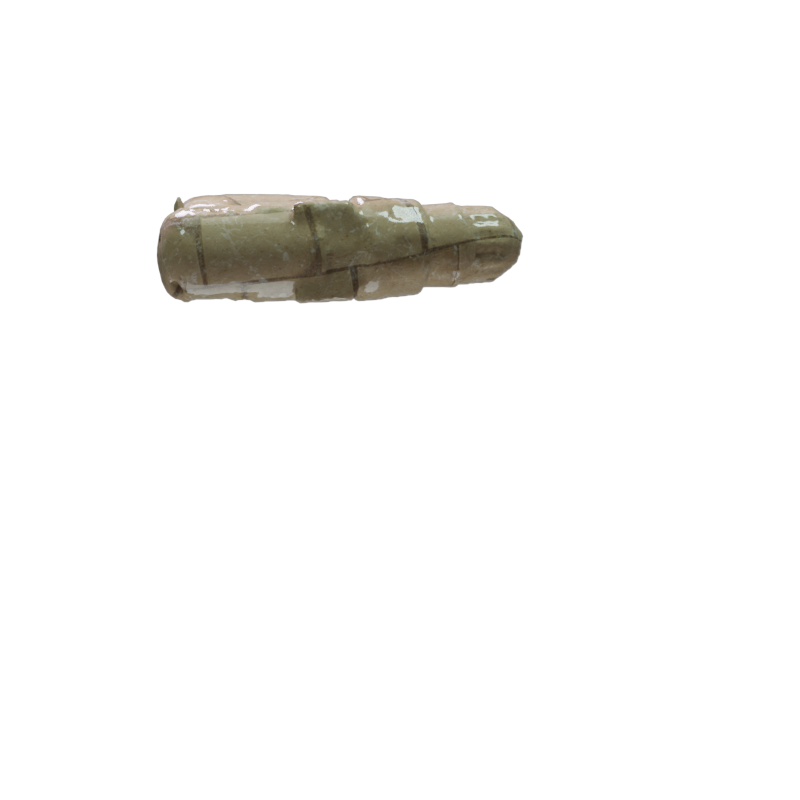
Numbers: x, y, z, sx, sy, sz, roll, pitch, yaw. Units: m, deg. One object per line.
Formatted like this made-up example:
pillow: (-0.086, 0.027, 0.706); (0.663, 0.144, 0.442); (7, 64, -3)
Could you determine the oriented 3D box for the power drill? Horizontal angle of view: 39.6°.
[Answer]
power drill: (-0.048, -0.088, 0.616); (0.181, 0.057, 0.193); (-2, 9, -15)
